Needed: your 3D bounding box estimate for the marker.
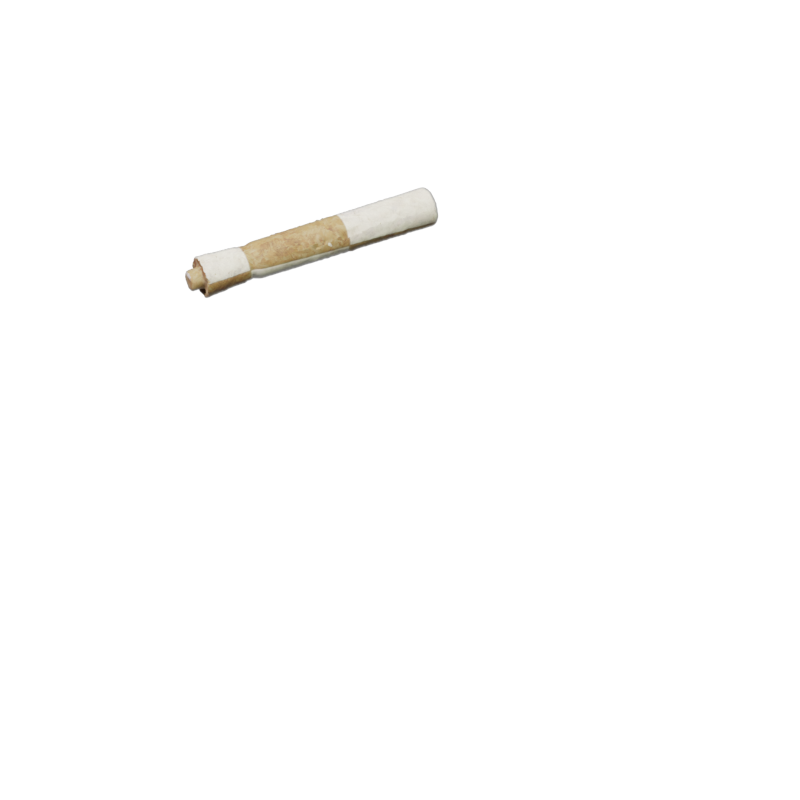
[{"bbox_3d":[-0.039,-0.071,0.500,0.120,0.019,0.020,-21,12,-20],"label":"marker"}]
